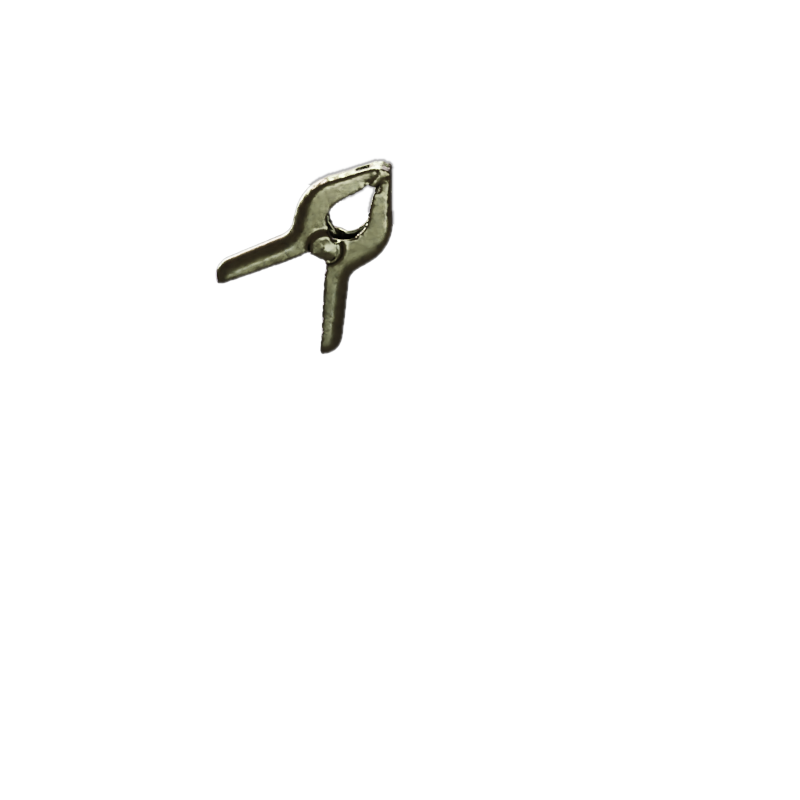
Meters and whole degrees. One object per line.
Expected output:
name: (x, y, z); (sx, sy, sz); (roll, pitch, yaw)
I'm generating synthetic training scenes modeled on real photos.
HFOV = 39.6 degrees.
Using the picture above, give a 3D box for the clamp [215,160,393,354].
clamp: (-0.070, -0.129, 0.900); (0.117, 0.167, 0.041); (25, 21, -11)
